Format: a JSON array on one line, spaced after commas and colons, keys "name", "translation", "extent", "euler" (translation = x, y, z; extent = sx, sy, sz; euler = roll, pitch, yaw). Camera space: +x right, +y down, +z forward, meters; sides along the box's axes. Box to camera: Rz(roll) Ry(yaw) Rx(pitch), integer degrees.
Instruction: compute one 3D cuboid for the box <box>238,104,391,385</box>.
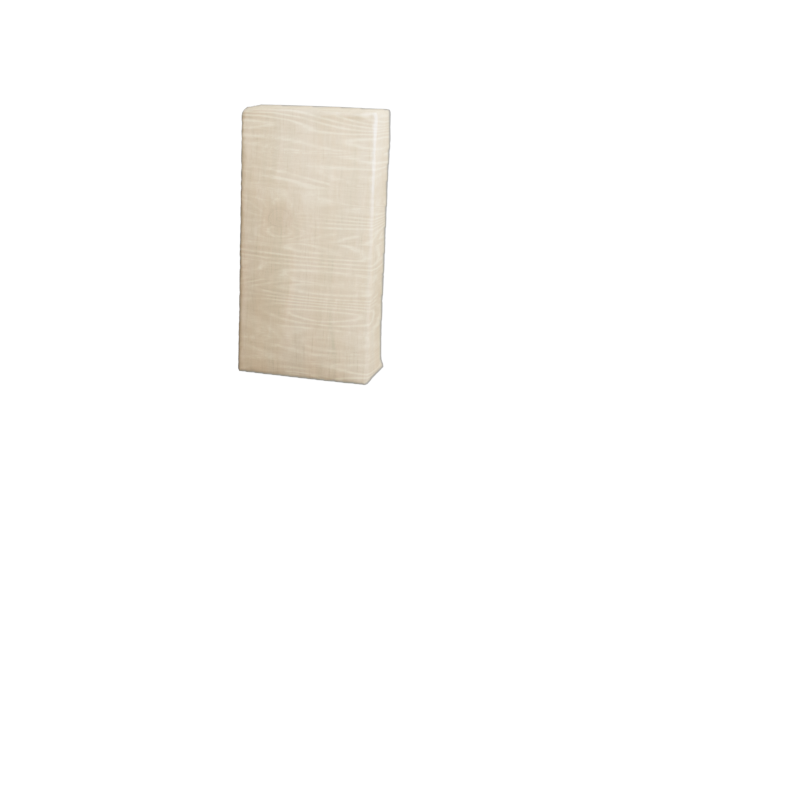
[{"name": "box", "translation": [-0.057, -0.104, 0.727], "extent": [0.095, 0.171, 0.048], "euler": [5, 13, 16]}]
